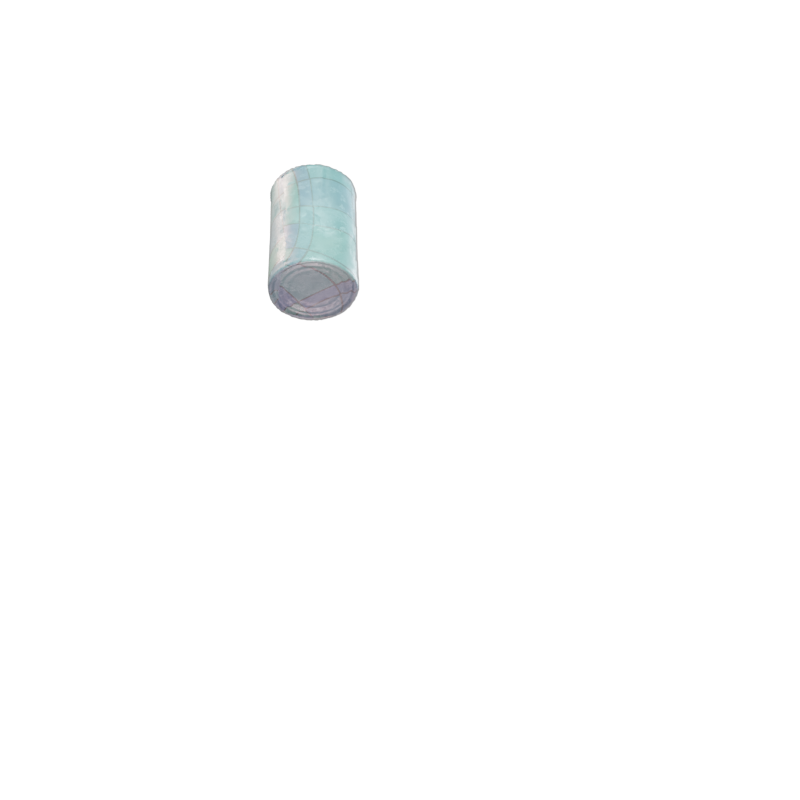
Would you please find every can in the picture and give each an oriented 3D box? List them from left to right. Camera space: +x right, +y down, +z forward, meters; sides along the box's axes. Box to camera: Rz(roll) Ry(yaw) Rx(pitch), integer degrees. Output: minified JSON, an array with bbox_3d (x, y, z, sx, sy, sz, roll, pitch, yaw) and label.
[{"bbox_3d":[-0.066,-0.120,0.838,0.068,0.110,0.064,-1,-41,-3],"label":"can"}]
